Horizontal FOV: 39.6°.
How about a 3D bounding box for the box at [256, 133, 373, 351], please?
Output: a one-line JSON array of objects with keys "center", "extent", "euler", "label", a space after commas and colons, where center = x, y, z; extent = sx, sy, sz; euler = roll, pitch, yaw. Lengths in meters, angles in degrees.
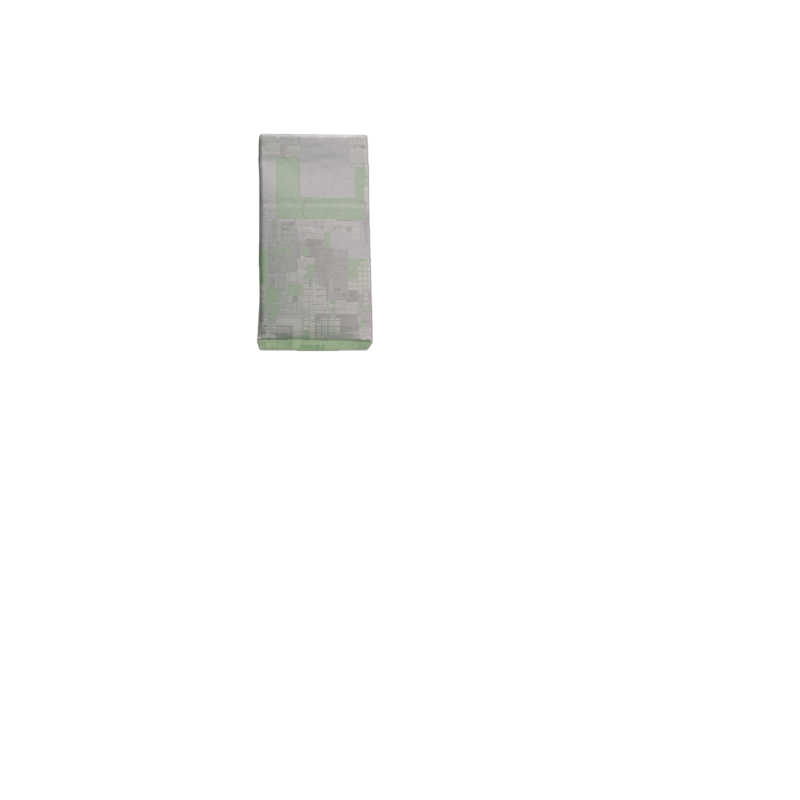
[{"center": [-0.071, -0.130, 0.915], "extent": [0.093, 0.183, 0.046], "euler": [0, -16, -4], "label": "box"}]
